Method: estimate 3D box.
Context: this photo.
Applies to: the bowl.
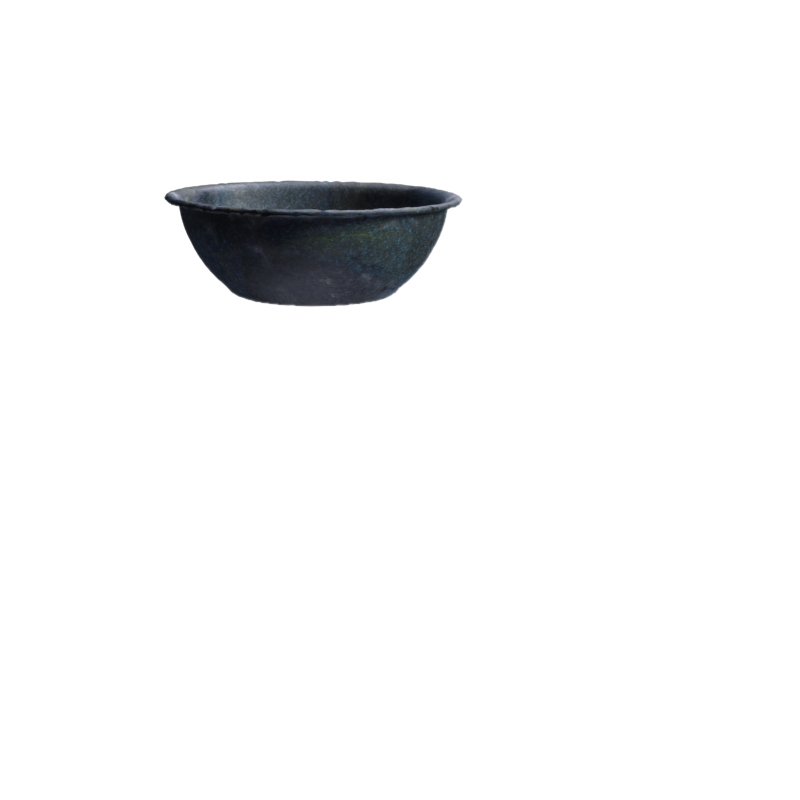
[{"bbox_3d":[-0.048,-0.087,0.610,0.162,0.053,0.167,-1,15,-2],"label":"bowl"}]
